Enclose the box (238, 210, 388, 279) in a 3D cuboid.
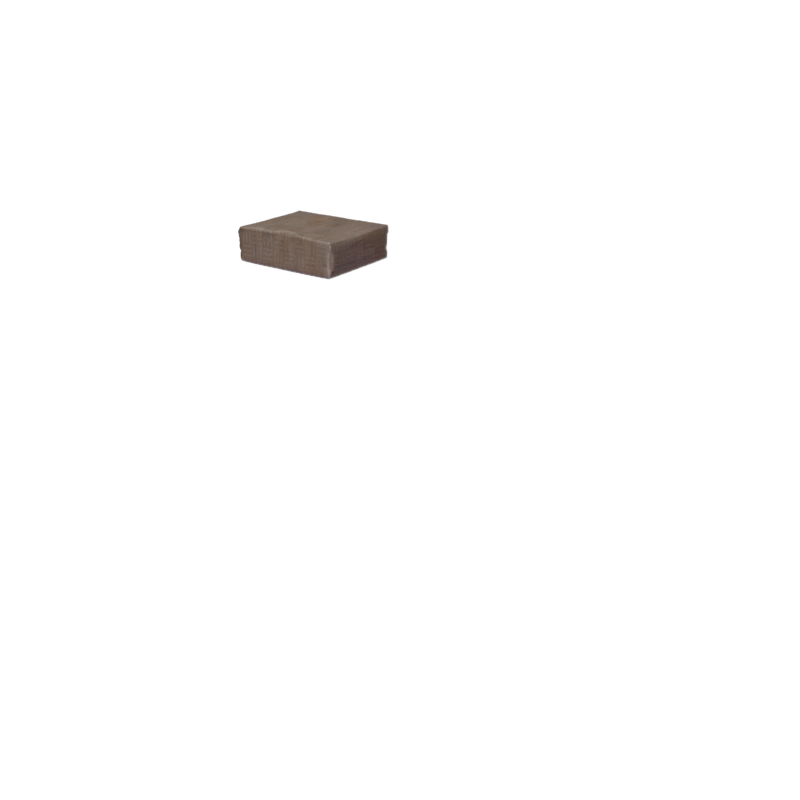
[{"bbox_3d":[-0.066,-0.119,0.835,0.094,0.029,0.072,15,25,34],"label":"box"}]
